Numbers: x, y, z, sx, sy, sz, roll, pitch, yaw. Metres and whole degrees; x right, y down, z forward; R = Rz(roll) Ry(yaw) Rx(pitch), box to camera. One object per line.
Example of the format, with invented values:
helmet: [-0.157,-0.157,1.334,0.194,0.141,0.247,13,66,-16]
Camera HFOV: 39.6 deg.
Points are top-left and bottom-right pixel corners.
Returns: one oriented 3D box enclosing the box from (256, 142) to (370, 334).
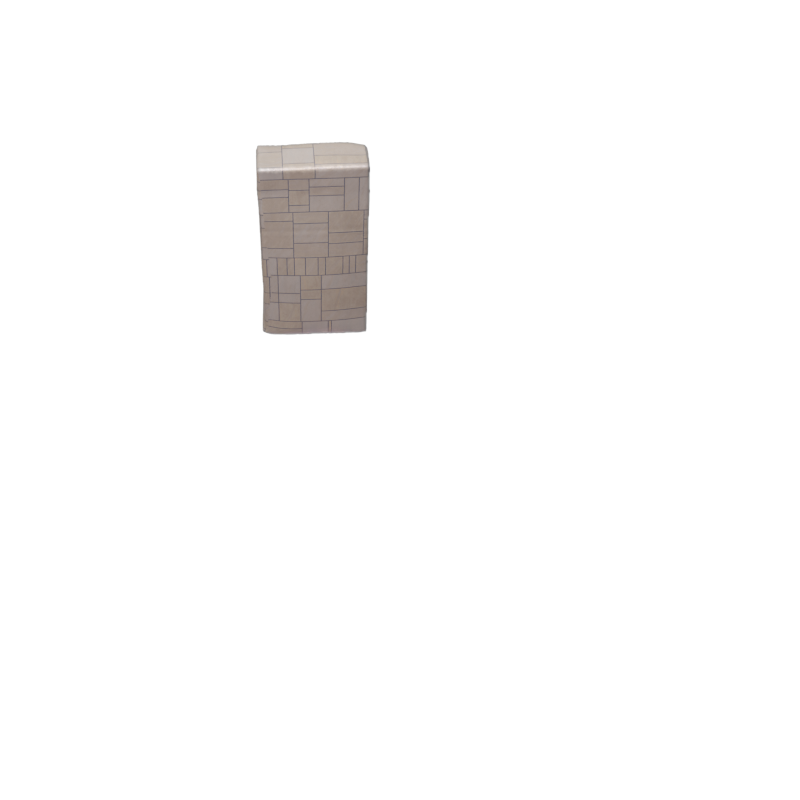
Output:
box: [-0.074,-0.135,0.945,0.093,0.165,0.052,-1,37,-4]
